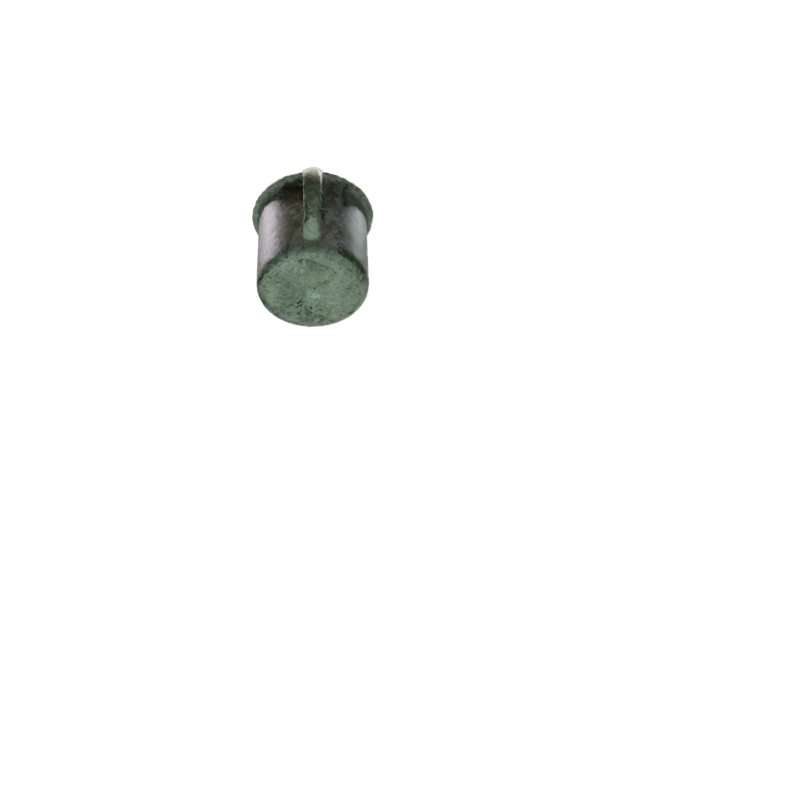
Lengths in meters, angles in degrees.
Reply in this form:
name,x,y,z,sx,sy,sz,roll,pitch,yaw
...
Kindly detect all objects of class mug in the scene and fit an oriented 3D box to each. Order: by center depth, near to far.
name,x,y,z,sx,sy,sz,roll,pitch,yaw
mug,-0.064,-0.117,0.816,0.093,0.088,0.109,2,-42,-4
